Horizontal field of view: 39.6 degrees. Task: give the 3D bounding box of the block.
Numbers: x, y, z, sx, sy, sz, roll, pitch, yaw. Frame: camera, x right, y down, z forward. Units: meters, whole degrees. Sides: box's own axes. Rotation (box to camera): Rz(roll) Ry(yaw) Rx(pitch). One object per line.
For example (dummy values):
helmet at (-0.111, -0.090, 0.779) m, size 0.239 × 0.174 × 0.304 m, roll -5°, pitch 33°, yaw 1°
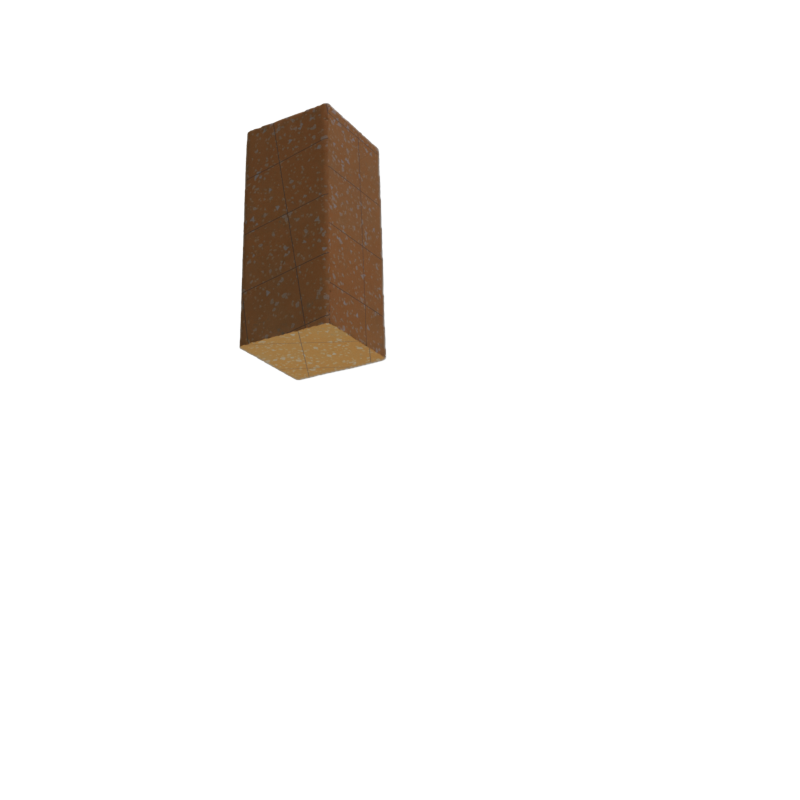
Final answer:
block at (-0.074, -0.135, 0.944) m, size 0.091 × 0.218 × 0.084 m, roll -16°, pitch -29°, yaw 27°
